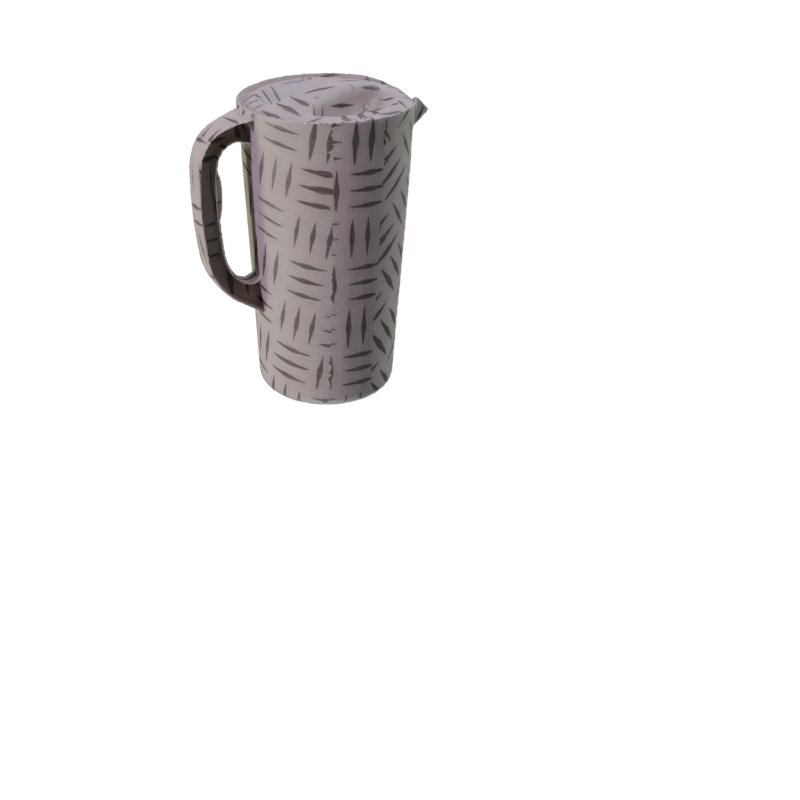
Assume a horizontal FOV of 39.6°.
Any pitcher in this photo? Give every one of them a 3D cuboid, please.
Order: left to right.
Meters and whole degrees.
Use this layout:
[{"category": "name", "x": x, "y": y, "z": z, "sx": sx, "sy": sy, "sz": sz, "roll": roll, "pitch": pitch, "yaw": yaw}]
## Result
[{"category": "pitcher", "x": -0.067, "y": -0.122, "z": 0.853, "sx": 0.153, "sy": 0.230, "sz": 0.149, "roll": 8, "pitch": 26, "yaw": 14}]
